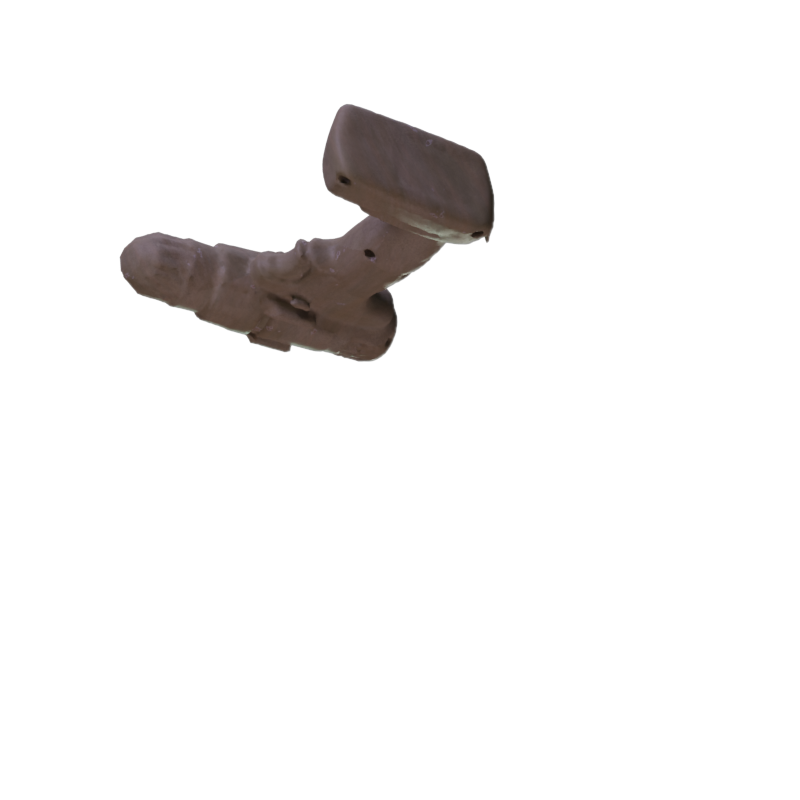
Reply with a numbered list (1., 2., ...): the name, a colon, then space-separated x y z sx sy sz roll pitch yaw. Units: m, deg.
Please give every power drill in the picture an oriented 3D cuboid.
1. power drill: -0.051 -0.092 0.647 0.176 0.061 0.184 15 -31 -27
